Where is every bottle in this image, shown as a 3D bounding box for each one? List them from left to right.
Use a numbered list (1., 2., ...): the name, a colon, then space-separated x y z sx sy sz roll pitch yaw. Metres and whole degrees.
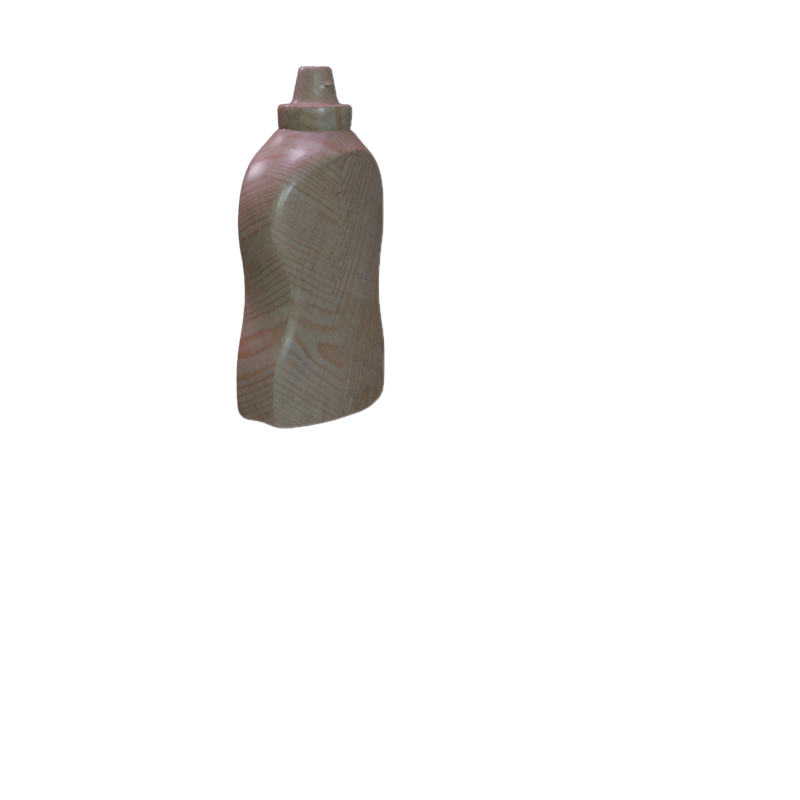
1. bottle: -0.048 -0.088 0.613 0.061 0.188 0.093 8 12 40
